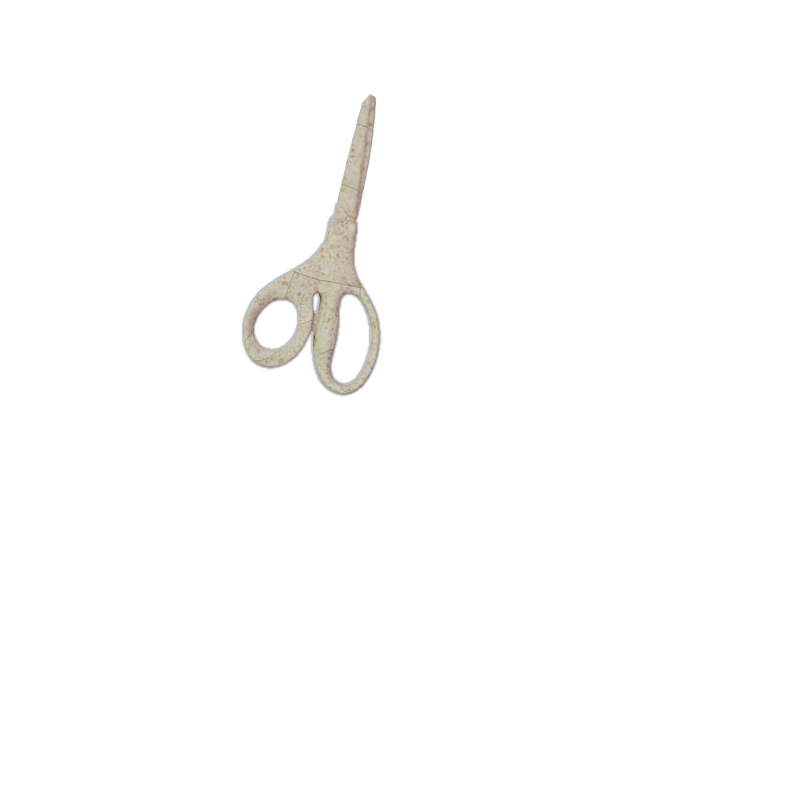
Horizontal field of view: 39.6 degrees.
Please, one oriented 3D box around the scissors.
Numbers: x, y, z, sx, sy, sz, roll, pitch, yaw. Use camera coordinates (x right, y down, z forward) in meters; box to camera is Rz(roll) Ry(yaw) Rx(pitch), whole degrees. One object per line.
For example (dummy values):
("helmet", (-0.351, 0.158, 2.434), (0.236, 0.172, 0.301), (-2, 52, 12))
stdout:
("scissors", (-0.057, -0.103, 0.722), (0.096, 0.210, 0.015), (-4, -16, -1))
